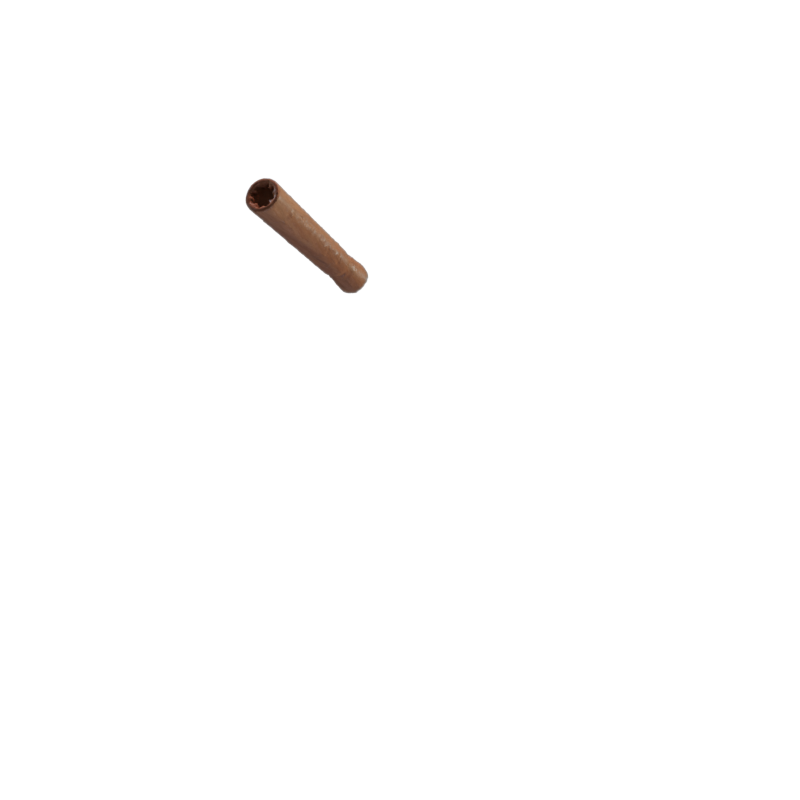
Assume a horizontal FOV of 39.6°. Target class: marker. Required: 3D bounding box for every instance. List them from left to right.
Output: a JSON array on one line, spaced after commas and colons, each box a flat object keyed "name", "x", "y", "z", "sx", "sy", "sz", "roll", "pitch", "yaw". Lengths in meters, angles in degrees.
[{"name": "marker", "x": -0.046, "y": -0.085, "z": 0.593, "sx": 0.020, "sy": 0.020, "sz": 0.113, "roll": 2, "pitch": -16, "yaw": 24}]
